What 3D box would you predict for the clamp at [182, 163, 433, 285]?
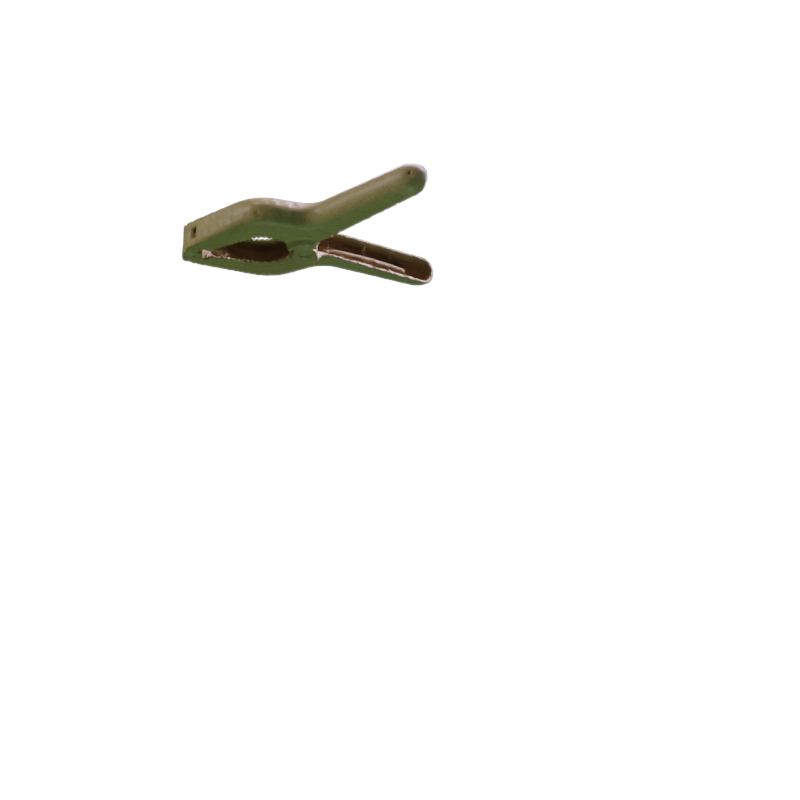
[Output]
[{"bbox_3d":[-0.071,-0.129,0.904,0.212,0.039,0.153,-5,-26,11],"label":"clamp"}]
